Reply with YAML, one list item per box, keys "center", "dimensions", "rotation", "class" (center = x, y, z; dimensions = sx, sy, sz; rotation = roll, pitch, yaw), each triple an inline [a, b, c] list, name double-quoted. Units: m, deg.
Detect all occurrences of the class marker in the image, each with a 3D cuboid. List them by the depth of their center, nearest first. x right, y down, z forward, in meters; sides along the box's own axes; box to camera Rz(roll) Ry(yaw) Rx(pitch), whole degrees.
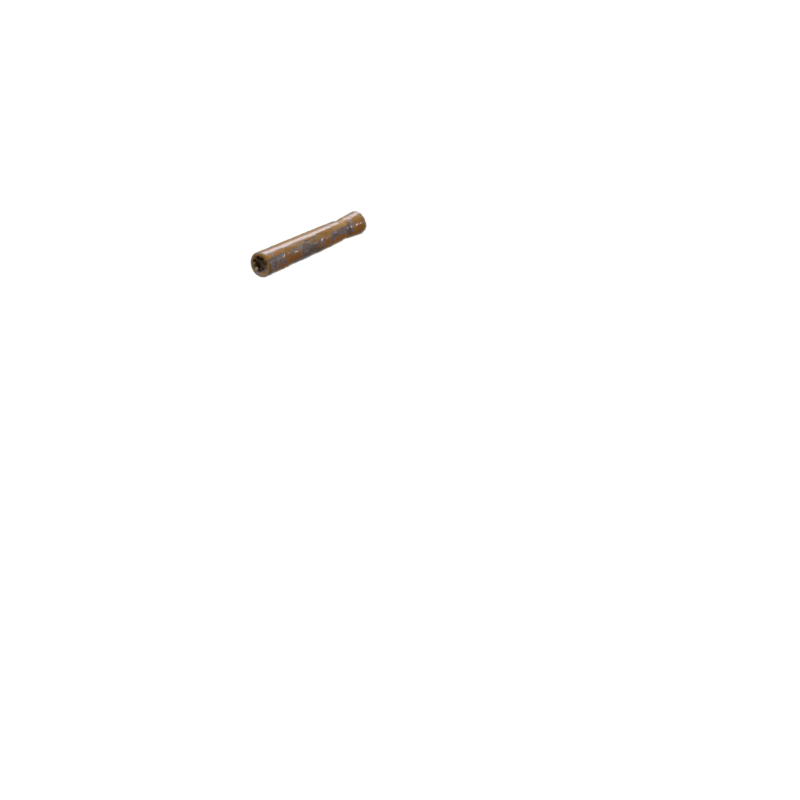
- center: [-0.064, -0.117, 0.822]
  dimensions: [0.021, 0.019, 0.121]
  rotation: [3, 24, 37]
  class: "marker"
